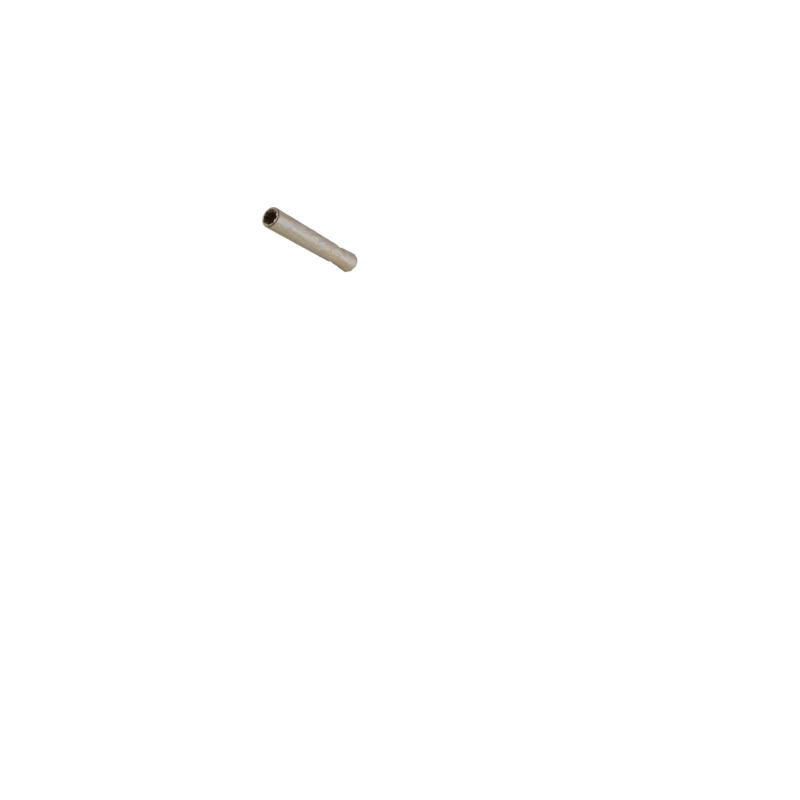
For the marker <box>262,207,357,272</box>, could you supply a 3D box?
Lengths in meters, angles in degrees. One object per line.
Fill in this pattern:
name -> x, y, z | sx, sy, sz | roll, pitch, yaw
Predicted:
marker -> -0.077, -0.140, 0.978 | 0.021, 0.020, 0.113 | 3, -13, 38
